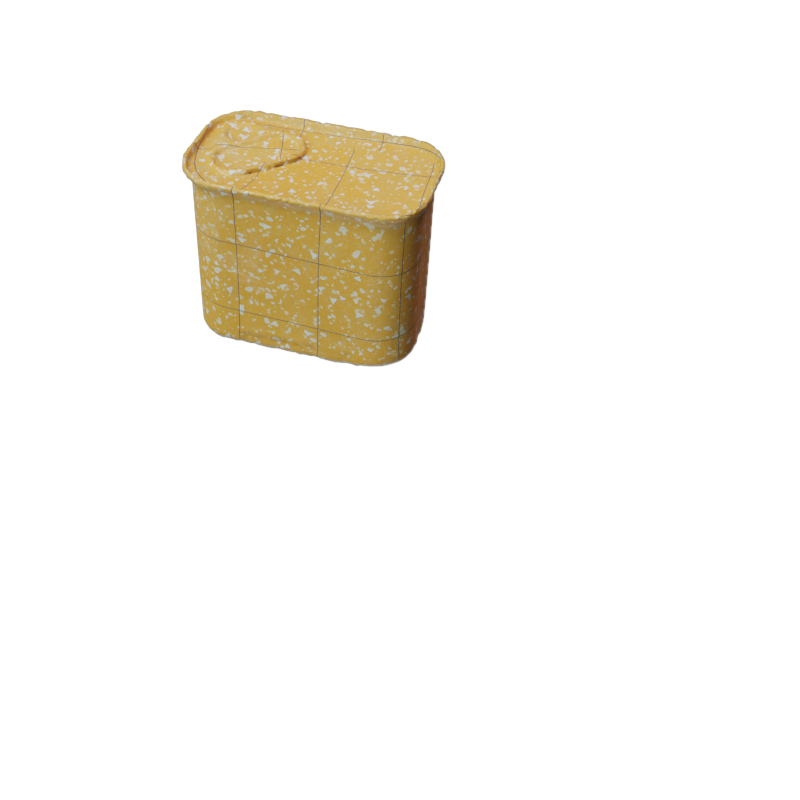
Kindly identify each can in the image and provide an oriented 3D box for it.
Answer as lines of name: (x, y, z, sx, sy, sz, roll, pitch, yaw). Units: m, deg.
can: (-0.036, -0.066, 0.465, 0.104, 0.078, 0.060, 13, 43, 12)
